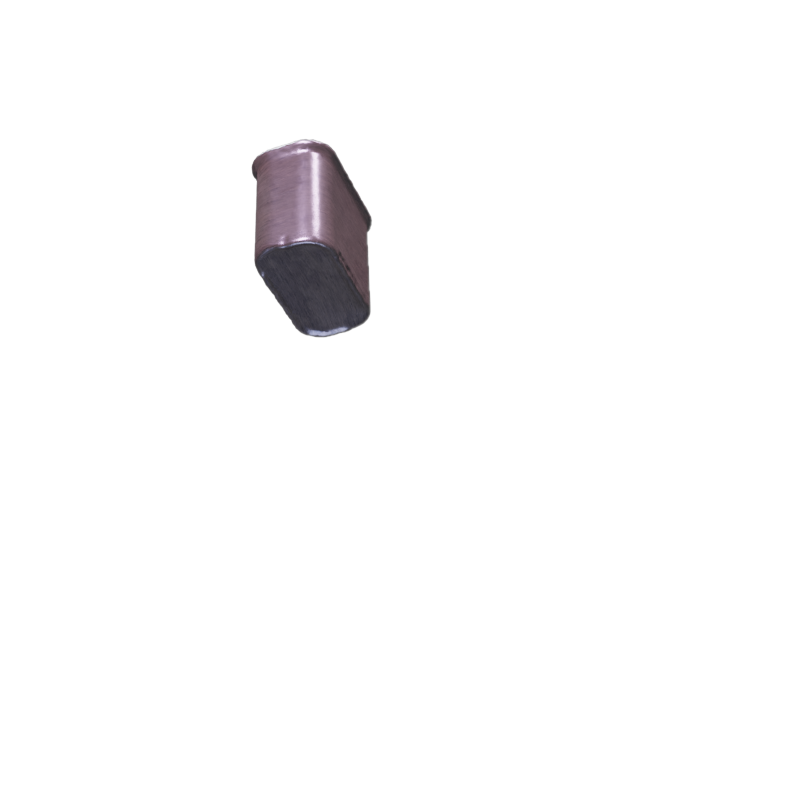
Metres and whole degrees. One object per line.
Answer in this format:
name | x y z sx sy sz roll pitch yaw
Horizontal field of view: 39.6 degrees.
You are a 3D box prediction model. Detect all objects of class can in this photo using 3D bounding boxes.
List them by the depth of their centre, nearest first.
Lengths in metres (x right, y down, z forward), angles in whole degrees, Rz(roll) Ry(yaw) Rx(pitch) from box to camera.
can | -0.056 -0.102 0.715 0.058 0.090 0.094 -14 -39 15
